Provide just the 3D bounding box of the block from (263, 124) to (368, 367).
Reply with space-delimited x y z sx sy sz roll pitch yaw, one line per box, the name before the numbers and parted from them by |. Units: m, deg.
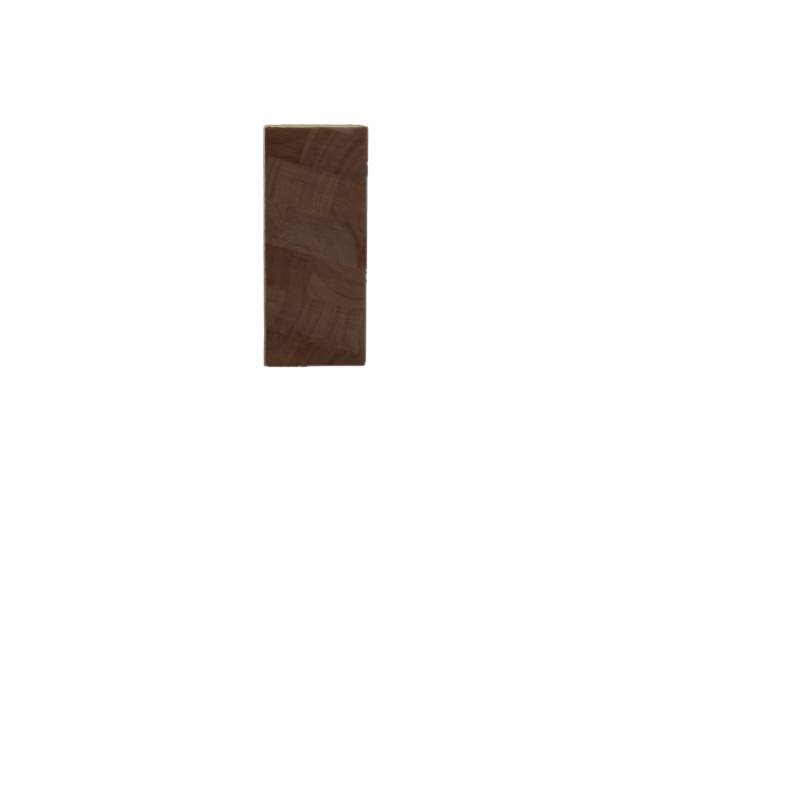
block | -0.076 -0.140 0.982 0.090 0.203 0.093 0 8 -5
